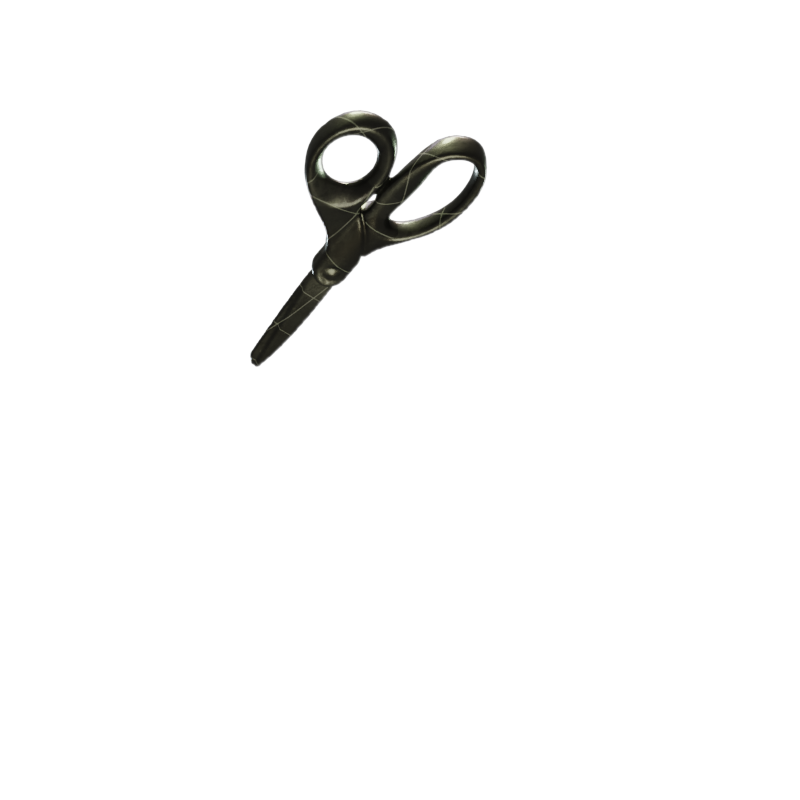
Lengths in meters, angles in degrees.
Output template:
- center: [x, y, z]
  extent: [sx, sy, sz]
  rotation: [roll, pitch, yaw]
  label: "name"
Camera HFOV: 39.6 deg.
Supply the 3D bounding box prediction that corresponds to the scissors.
- center: [-0.045, -0.082, 0.576]
  extent: [0.200, 0.017, 0.090]
  rotation: [-31, -49, 33]
  label: "scissors"
